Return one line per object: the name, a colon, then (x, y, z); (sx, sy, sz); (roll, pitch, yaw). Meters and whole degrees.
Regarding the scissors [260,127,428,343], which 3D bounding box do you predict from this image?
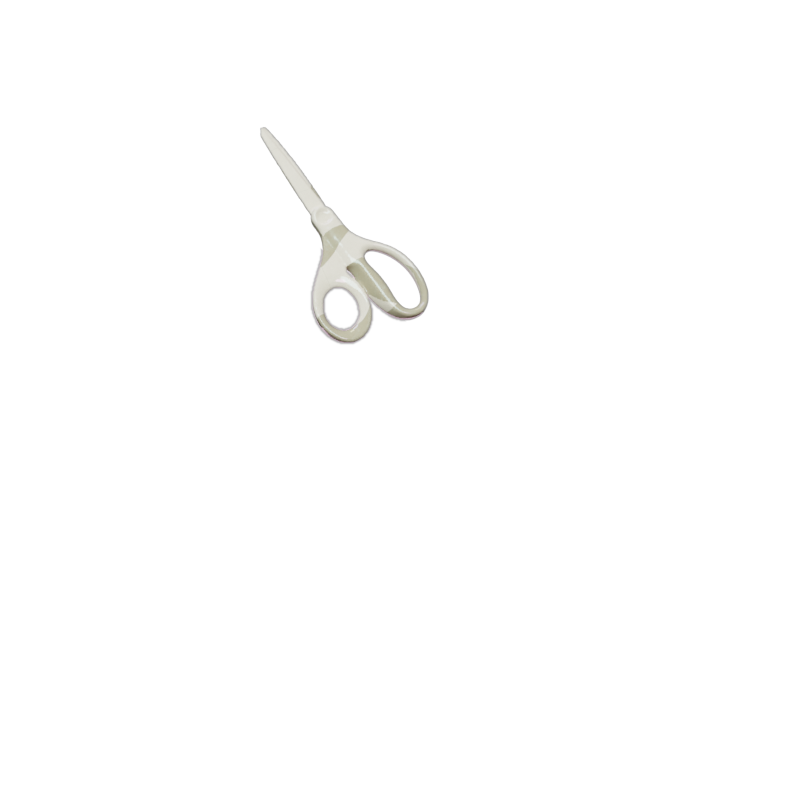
scissors: (-0.068, -0.123, 0.863); (0.210, 0.097, 0.015); (41, -17, 16)
